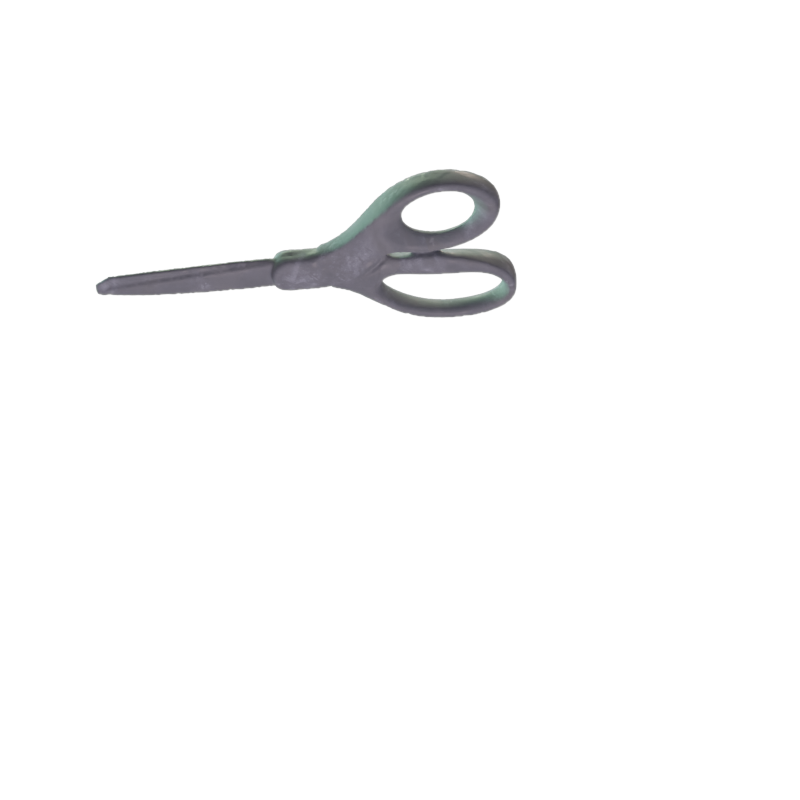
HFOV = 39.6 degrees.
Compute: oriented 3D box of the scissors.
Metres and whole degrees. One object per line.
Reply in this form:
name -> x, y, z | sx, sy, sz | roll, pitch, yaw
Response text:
scissors -> -0.041, -0.074, 0.519 | 0.200, 0.017, 0.090 | 6, -44, -6
